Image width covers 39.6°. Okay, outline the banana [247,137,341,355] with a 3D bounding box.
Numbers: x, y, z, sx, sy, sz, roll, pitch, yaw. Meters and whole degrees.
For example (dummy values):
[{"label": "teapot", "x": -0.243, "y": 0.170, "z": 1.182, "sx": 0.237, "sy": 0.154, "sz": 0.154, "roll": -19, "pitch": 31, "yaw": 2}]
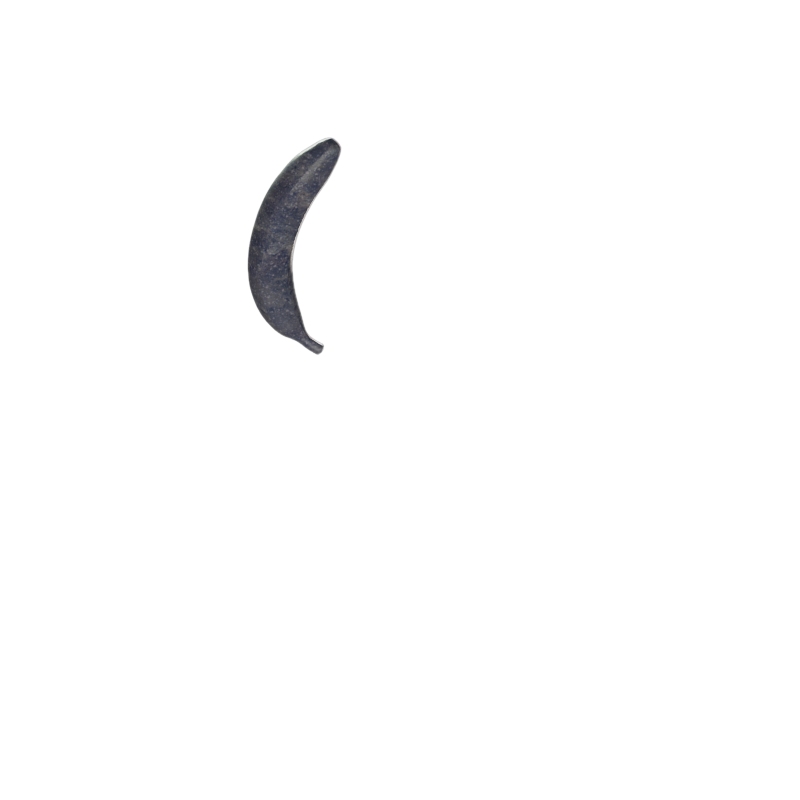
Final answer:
[{"label": "banana", "x": -0.090, "y": -0.128, "z": 0.915, "sx": 0.069, "sy": 0.187, "sz": 0.039, "roll": 5, "pitch": 31, "yaw": -4}]
